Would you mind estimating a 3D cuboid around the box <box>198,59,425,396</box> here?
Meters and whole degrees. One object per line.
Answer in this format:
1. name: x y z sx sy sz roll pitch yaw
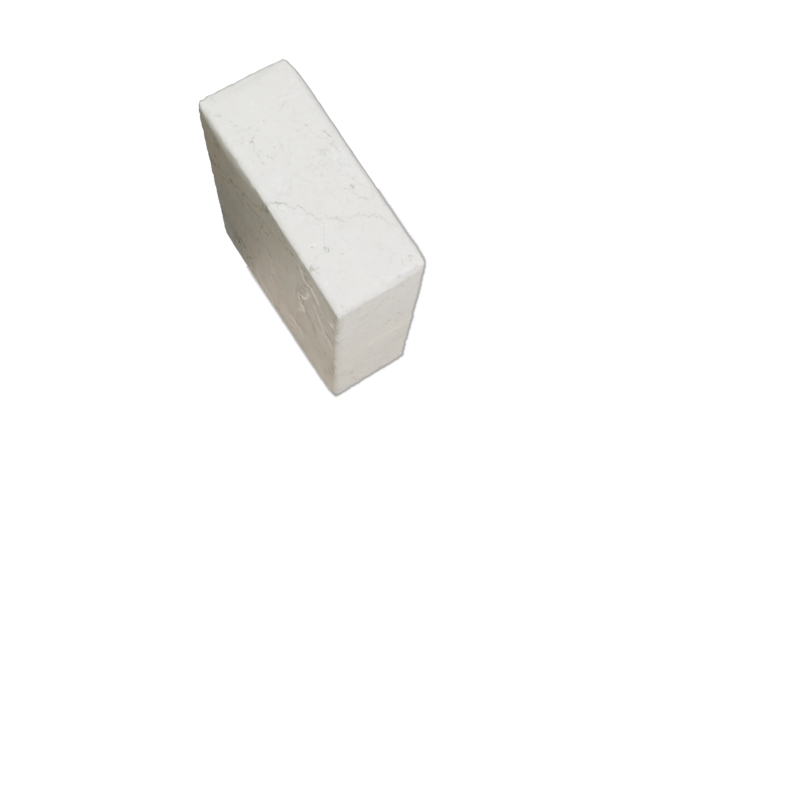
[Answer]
1. box: -0.059 -0.108 0.754 0.072 0.171 0.205 -31 -12 -11
